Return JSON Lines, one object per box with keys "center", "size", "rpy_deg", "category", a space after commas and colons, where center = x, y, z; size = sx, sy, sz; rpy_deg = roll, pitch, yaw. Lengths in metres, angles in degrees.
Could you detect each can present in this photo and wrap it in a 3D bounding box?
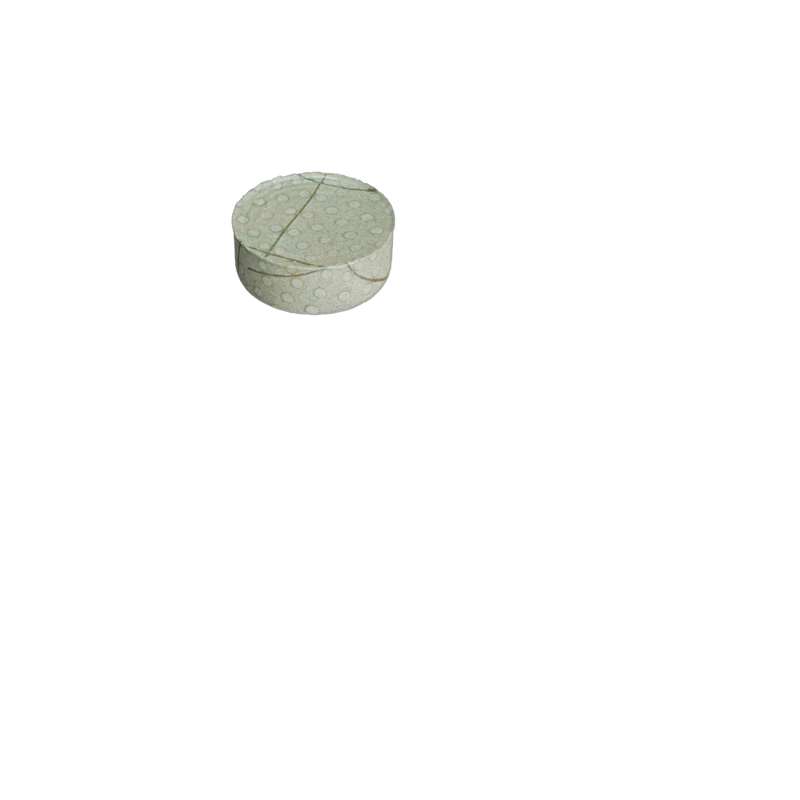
{"center": [-0.046, -0.084, 0.589], "size": [0.086, 0.031, 0.092], "rpy_deg": [-1, 42, -2], "category": "can"}
